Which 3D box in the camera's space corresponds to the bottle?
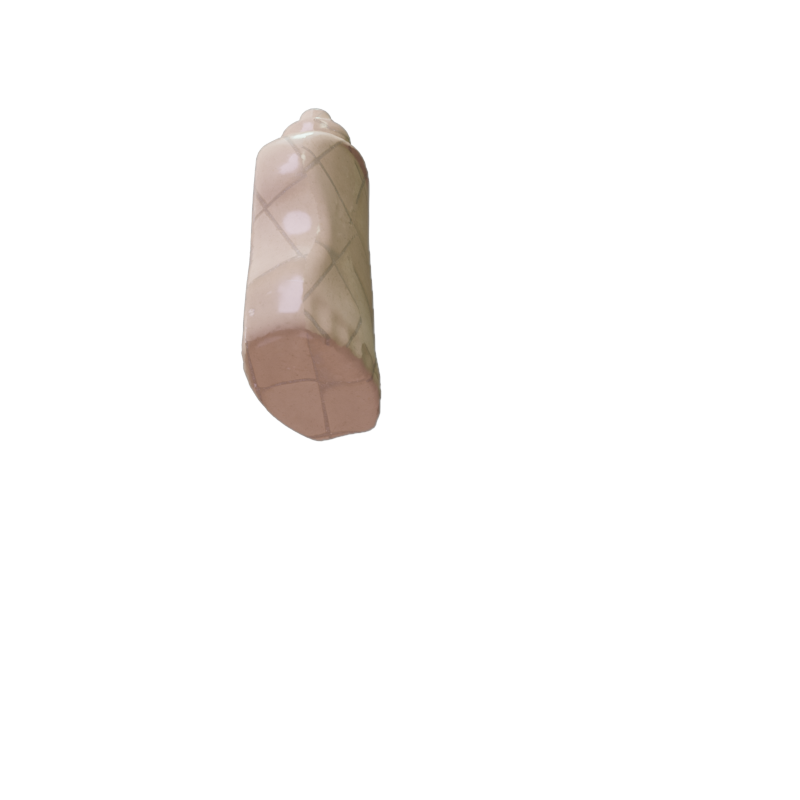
[{"bbox_3d":[-0.045,-0.083,0.580,0.059,0.206,0.088,-16,-40,15],"label":"bottle"}]
